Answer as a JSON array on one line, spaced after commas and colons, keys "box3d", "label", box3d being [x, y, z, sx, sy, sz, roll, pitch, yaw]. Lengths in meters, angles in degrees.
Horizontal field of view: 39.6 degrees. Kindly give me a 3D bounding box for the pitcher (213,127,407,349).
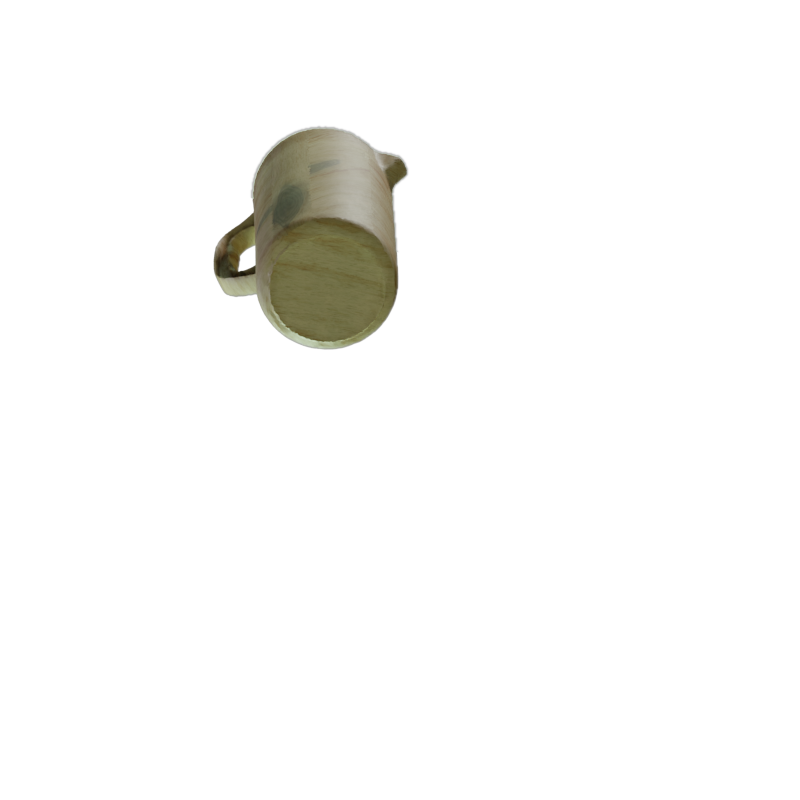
[{"box3d": [-0.073, -0.134, 0.938, 0.142, 0.144, 0.256, 19, 22, -12], "label": "pitcher"}]
